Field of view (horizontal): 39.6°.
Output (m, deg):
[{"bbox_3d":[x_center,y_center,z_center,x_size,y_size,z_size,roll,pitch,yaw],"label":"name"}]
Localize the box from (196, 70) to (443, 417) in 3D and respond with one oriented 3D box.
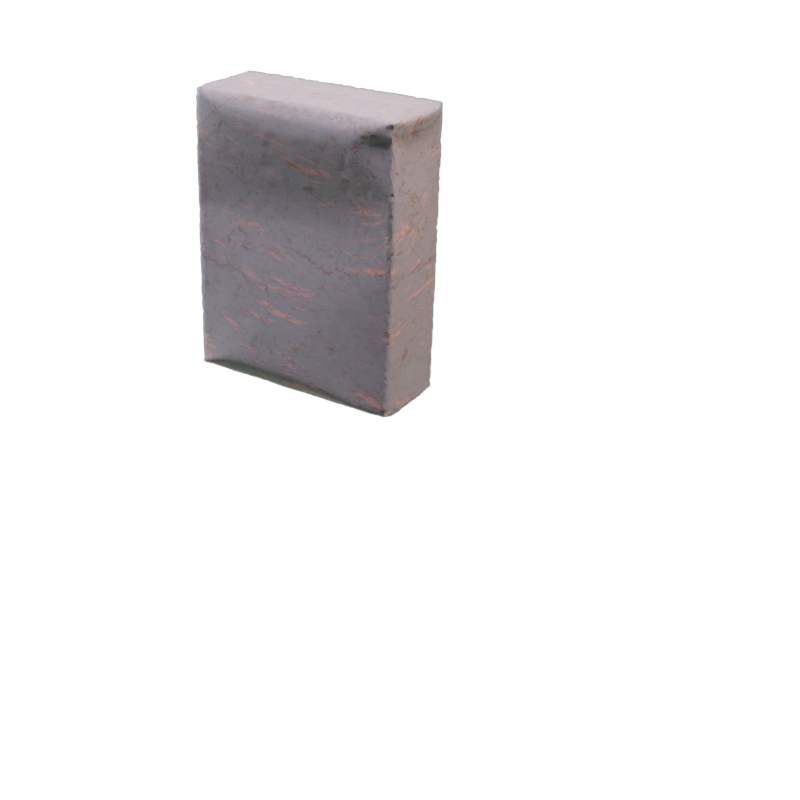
[{"bbox_3d":[-0.061,-0.111,0.779,0.172,0.203,0.072,17,27,30],"label":"box"}]
